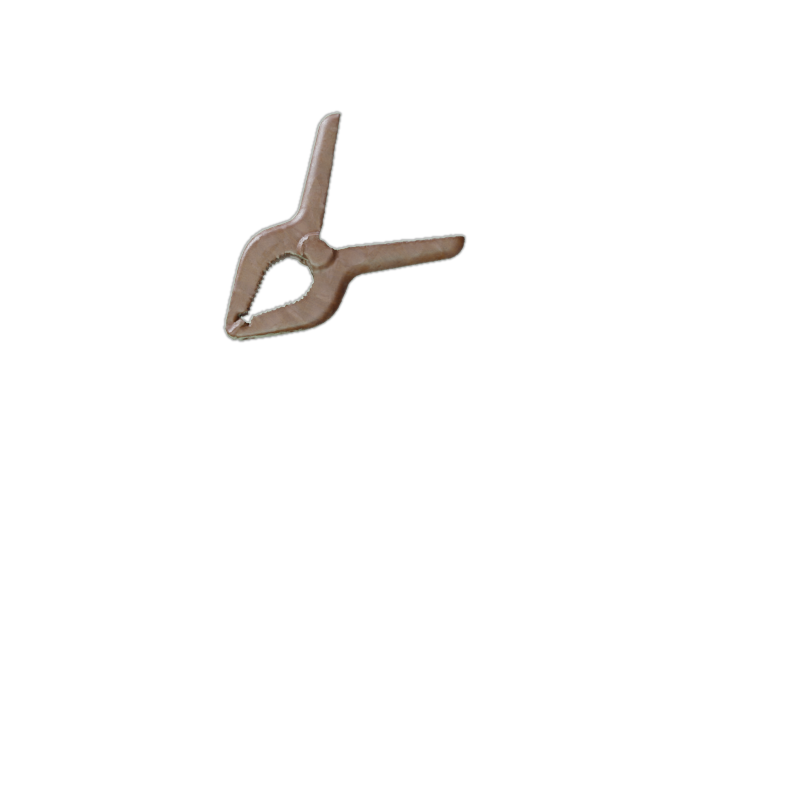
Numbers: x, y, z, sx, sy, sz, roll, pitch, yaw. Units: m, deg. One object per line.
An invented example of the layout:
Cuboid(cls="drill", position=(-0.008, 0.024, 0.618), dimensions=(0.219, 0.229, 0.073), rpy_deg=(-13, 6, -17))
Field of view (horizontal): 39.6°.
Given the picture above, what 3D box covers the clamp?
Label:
Cuboid(cls="clamp", position=(-0.074, -0.134, 0.939), dimensions=(0.210, 0.169, 0.035), rpy_deg=(-37, -10, -8))
